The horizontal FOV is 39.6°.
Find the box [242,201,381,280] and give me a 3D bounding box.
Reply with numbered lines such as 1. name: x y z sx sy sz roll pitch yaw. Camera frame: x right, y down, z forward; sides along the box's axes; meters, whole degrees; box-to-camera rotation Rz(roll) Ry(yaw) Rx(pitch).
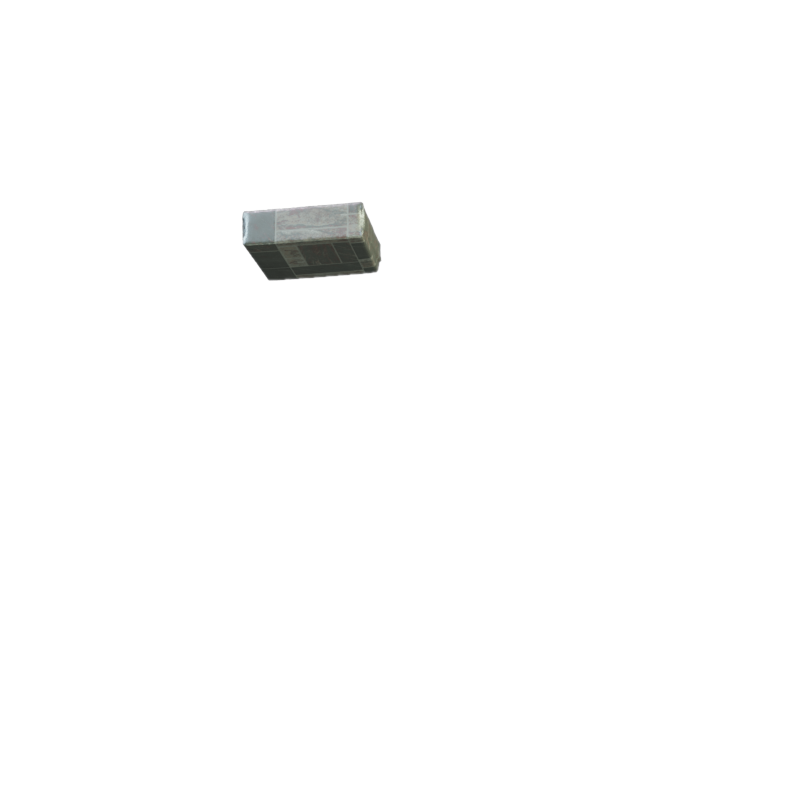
1. box: -0.063 -0.116 0.811 0.090 0.032 0.069 -3 -17 10
